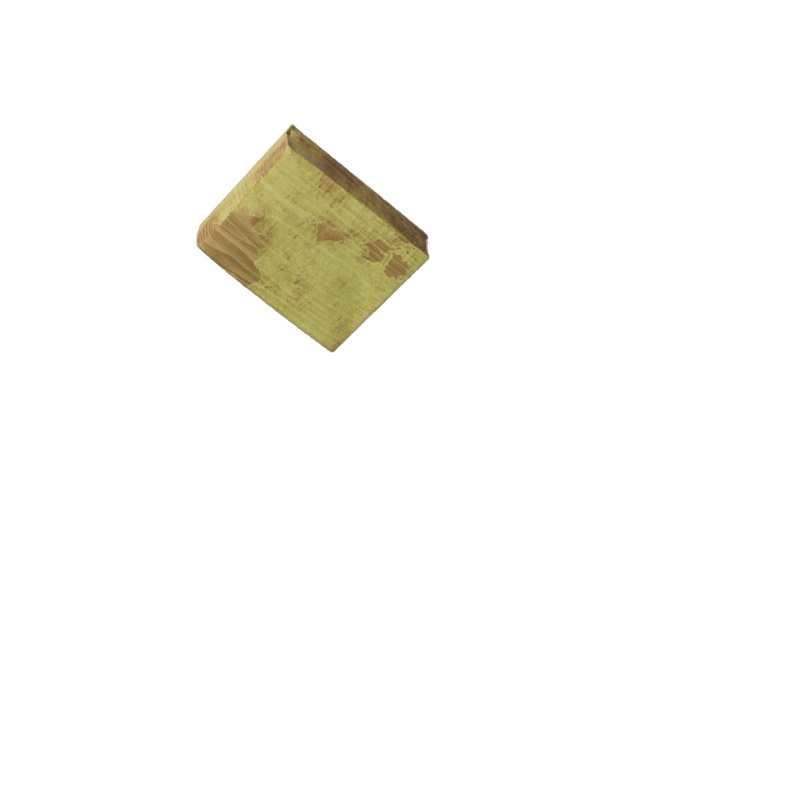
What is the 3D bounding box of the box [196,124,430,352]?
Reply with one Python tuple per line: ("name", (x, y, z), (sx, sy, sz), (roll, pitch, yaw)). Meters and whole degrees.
("box", (-0.052, -0.095, 0.666), (0.109, 0.088, 0.041), (38, 22, -19))
